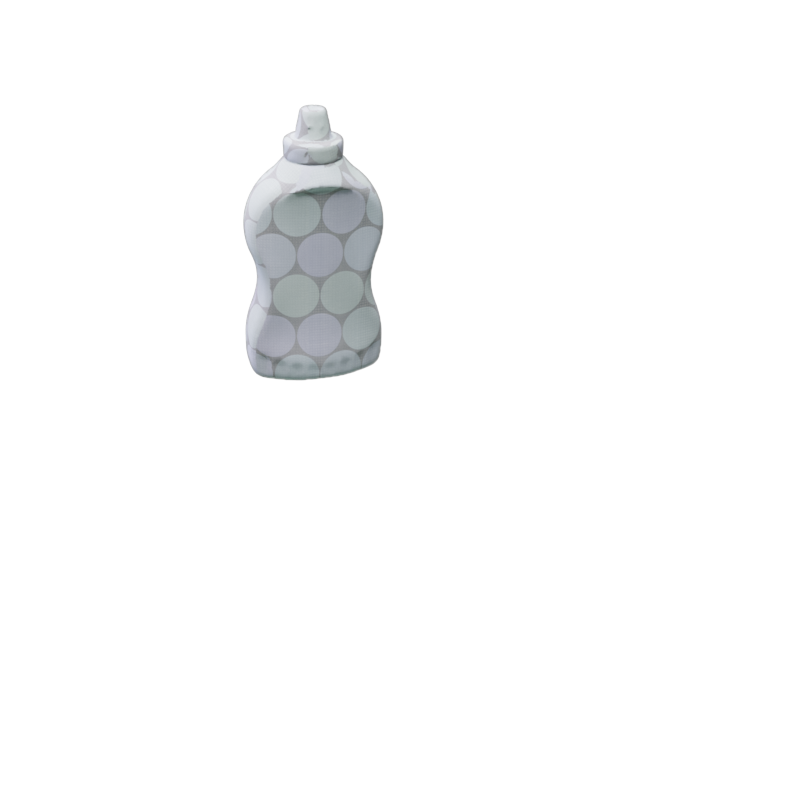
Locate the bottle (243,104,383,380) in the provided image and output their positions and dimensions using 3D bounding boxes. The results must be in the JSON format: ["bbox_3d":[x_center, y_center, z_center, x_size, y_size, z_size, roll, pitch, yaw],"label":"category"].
[{"bbox_3d":[-0.060,-0.110,0.769,0.095,0.182,0.062,-4,26,-12],"label":"bottle"}]
